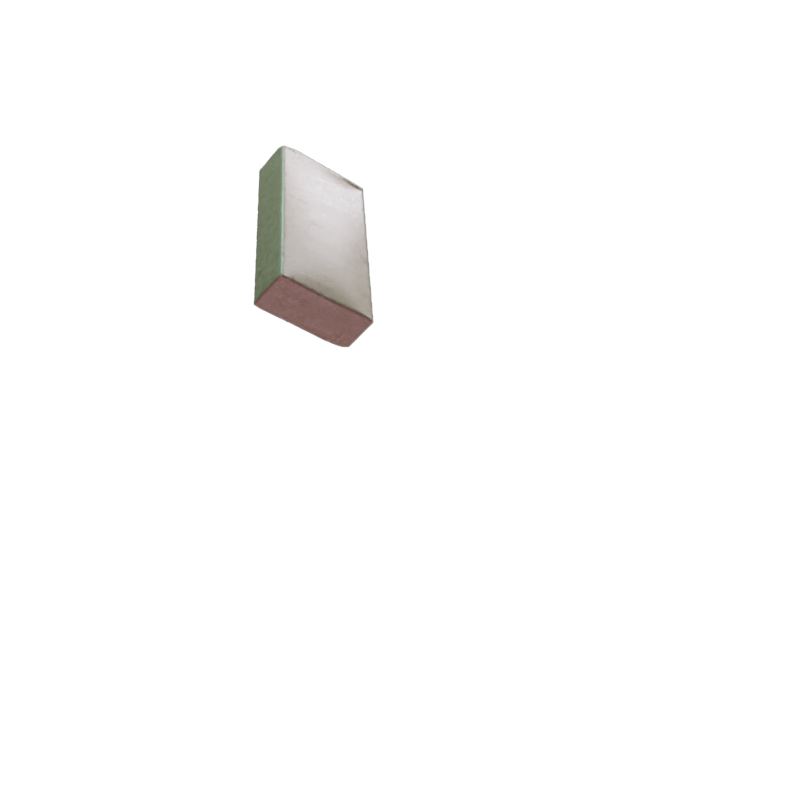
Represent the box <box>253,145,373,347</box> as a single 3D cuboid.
[{"bbox_3d":[-0.073,-0.134,0.935,0.089,0.189,0.047,25,-50,-27],"label":"box"}]
